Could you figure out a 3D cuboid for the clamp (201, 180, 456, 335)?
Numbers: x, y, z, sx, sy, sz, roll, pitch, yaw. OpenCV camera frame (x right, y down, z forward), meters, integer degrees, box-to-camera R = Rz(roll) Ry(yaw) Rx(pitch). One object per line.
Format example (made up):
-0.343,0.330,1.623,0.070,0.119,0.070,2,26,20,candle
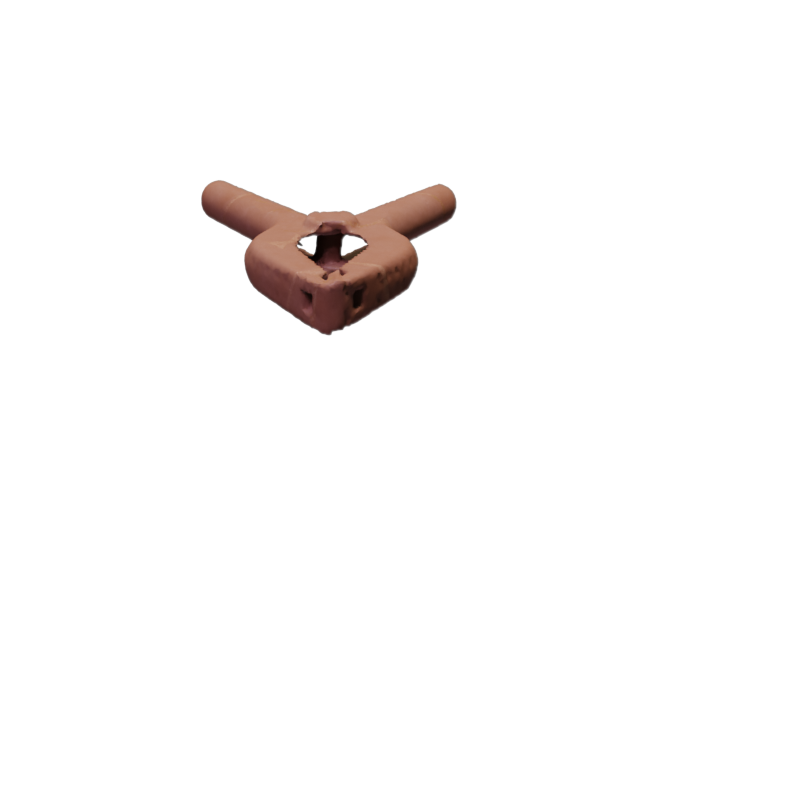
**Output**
-0.050,-0.092,0.642,0.166,0.035,0.219,2,25,4,clamp
